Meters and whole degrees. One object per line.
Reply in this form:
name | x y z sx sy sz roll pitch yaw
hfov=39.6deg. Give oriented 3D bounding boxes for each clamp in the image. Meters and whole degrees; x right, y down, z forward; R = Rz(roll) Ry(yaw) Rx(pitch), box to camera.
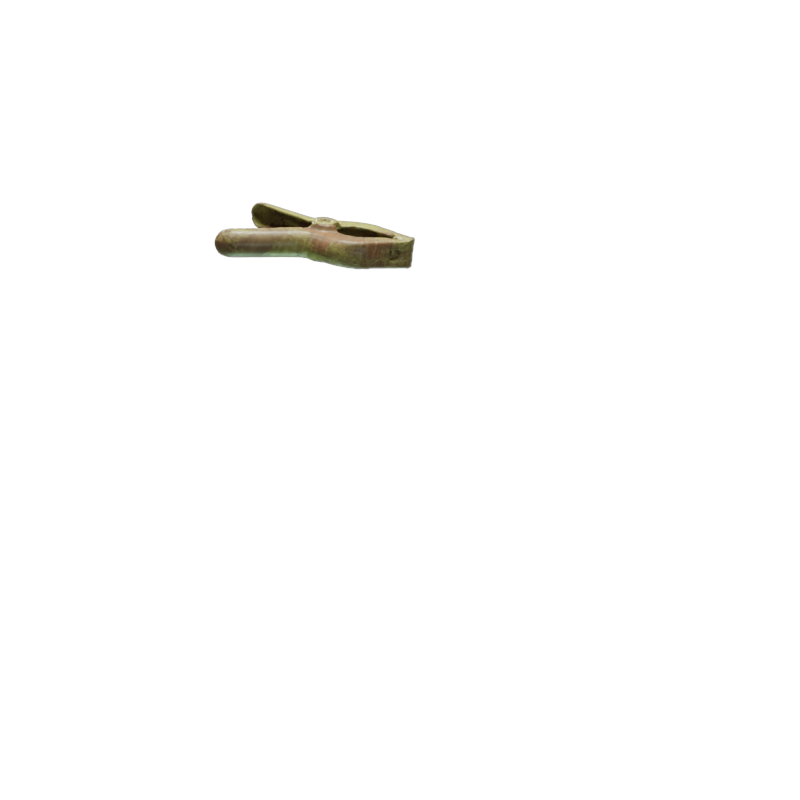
clamp | -0.077 -0.140 0.983 0.177 0.037 0.123 11 29 19
